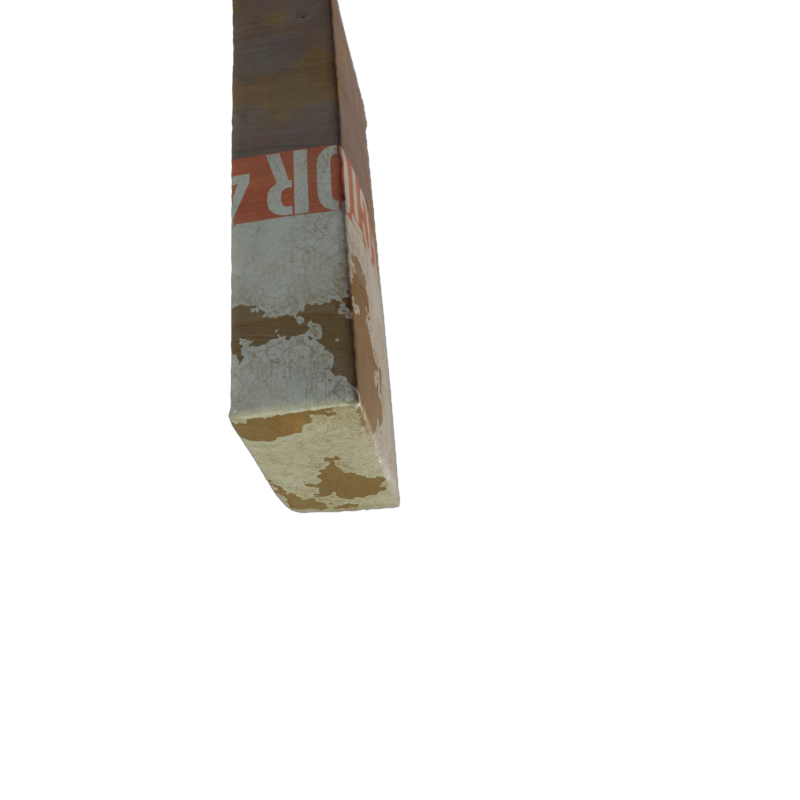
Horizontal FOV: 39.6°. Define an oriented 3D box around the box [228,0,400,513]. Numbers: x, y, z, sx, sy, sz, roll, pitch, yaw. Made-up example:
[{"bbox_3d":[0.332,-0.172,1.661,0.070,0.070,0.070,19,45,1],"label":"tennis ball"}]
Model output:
[{"bbox_3d":[-0.031,-0.058,0.405,0.048,0.188,0.087,-6,-30,6],"label":"box"}]
